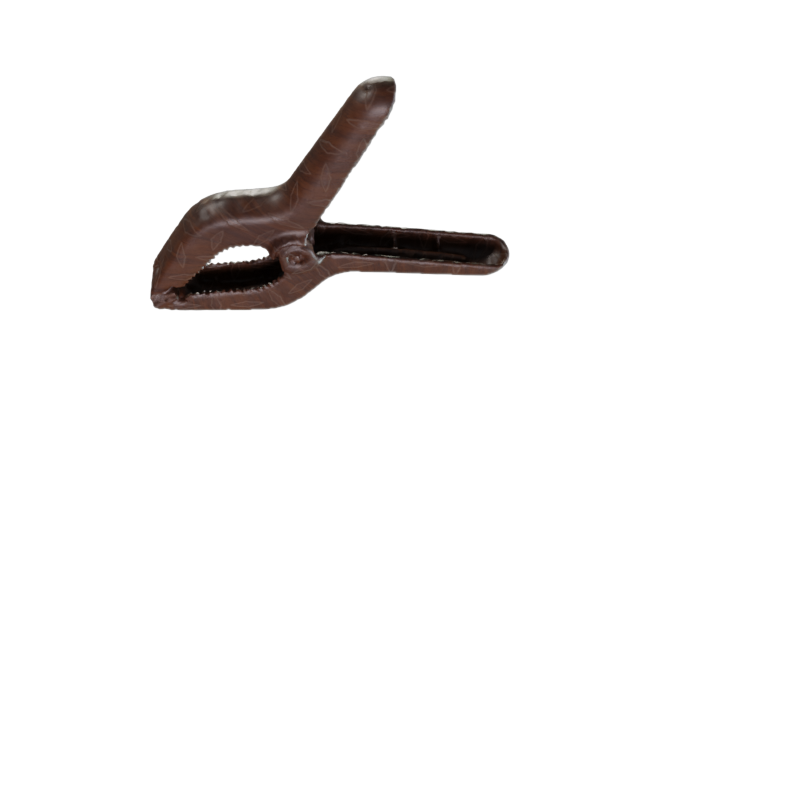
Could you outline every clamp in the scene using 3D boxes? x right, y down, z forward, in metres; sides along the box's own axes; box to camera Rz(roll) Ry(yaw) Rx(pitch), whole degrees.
[{"bbox_3d":[-0.051,-0.092,0.646,0.211,0.039,0.152,-21,-40,27],"label":"clamp"}]
